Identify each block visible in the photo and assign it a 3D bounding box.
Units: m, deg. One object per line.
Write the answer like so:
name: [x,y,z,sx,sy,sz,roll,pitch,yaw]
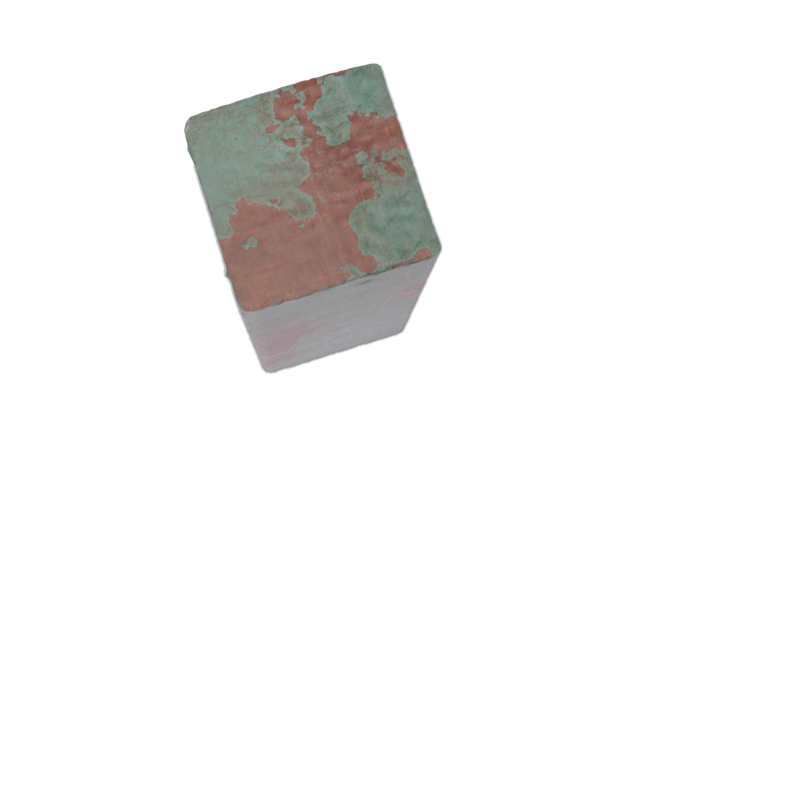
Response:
block: [-0.045,-0.080,0.560,0.090,0.093,0.202,-17,-5,-6]
